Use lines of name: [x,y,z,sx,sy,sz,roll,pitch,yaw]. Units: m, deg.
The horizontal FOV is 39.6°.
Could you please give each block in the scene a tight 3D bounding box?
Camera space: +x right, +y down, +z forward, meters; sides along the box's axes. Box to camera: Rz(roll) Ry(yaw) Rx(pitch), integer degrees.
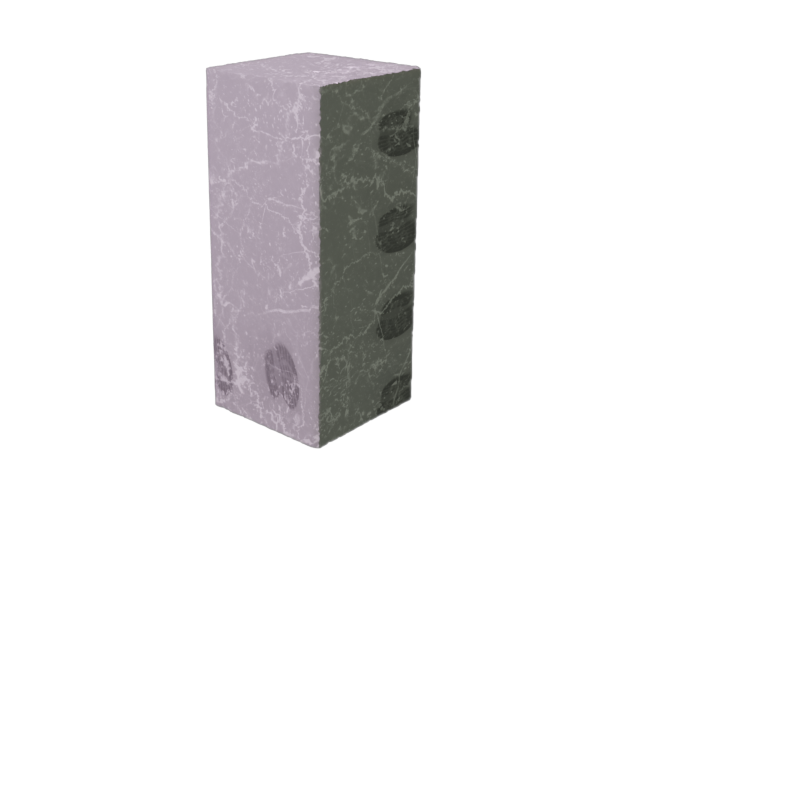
block: [-0.051,-0.093,0.652,0.095,0.197,0.090,17,25,36]
